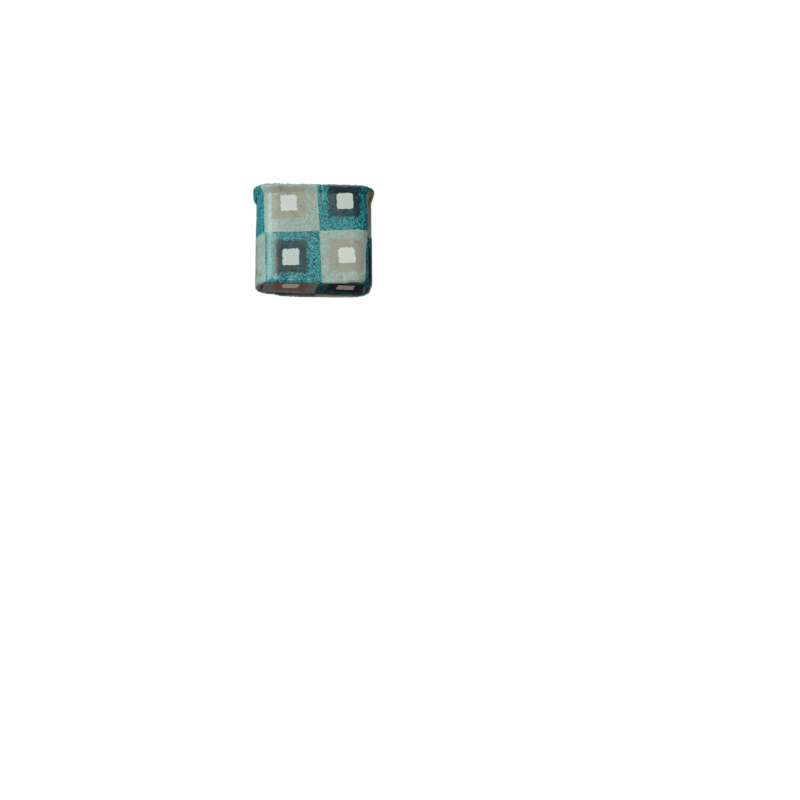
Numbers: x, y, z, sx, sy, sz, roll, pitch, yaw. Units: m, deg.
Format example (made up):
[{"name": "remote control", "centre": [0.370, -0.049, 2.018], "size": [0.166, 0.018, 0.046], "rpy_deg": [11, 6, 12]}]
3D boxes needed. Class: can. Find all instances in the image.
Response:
[{"name": "can", "centre": [-0.072, -0.132, 0.925], "size": [0.101, 0.087, 0.056], "rpy_deg": [0, -14, -4]}]
